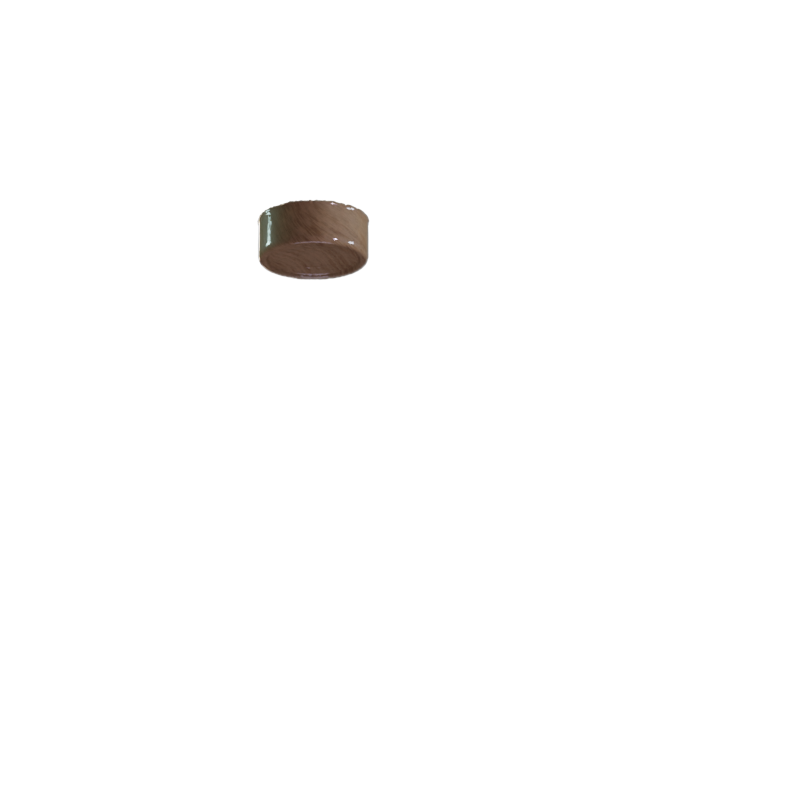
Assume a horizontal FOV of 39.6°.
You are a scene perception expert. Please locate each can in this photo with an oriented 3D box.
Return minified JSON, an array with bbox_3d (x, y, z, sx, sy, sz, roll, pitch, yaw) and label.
[{"bbox_3d":[-0.066,-0.121,0.849,0.086,0.035,0.082,0,-15,-2],"label":"can"}]
